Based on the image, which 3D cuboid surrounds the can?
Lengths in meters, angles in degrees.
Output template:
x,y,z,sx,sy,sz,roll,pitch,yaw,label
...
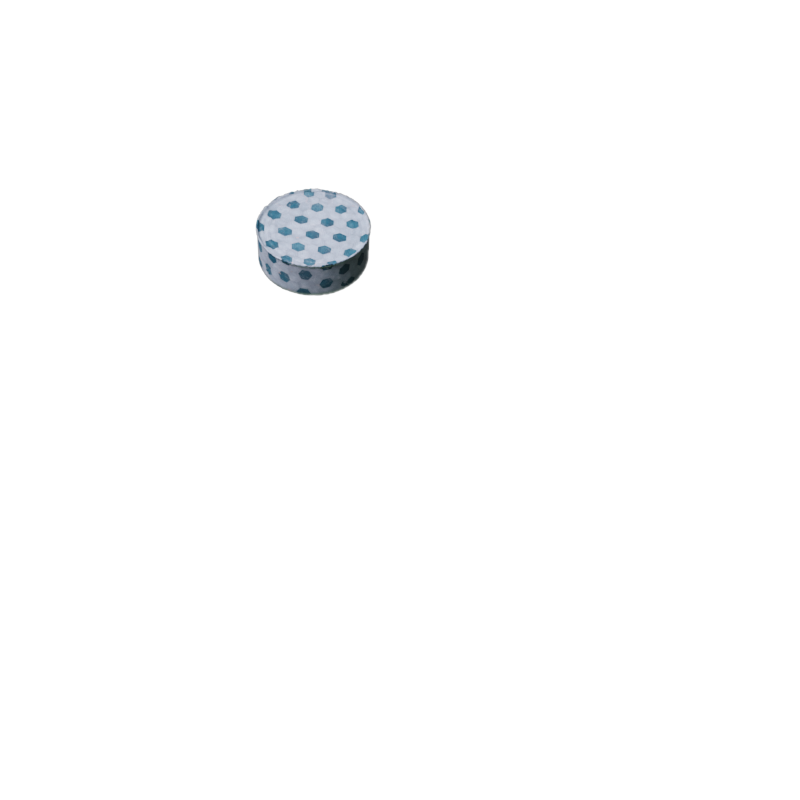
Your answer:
x,y,z,sx,sy,sz,roll,pitch,yaw,label
-0.065,-0.119,0.835,0.086,0.092,0.031,-1,-43,-1,can
